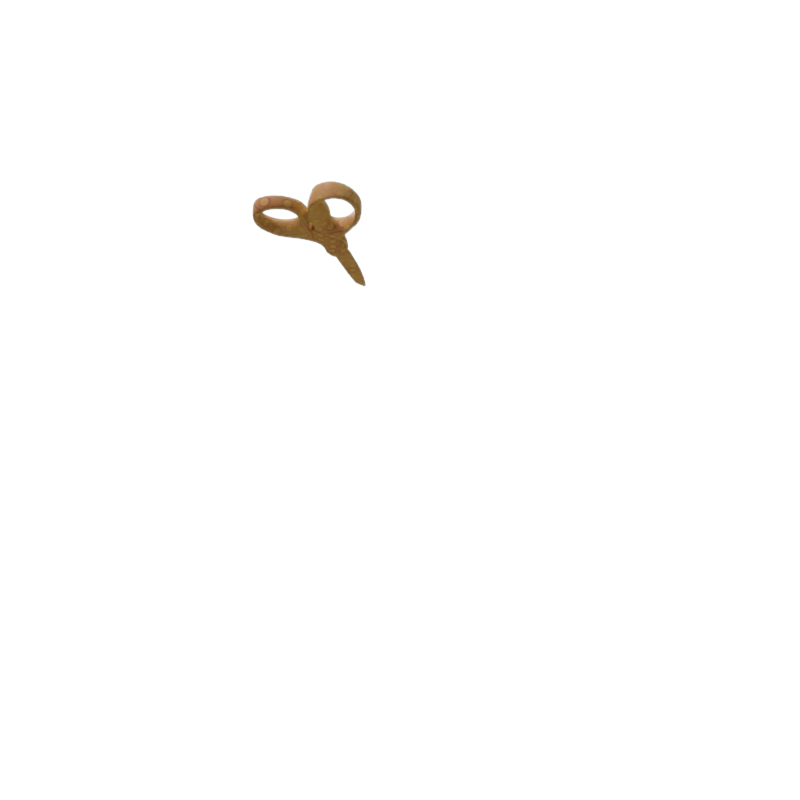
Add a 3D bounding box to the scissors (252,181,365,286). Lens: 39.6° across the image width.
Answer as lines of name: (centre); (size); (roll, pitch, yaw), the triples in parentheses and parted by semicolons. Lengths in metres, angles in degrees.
scissors: (-0.074, -0.134, 0.940); (0.096, 0.016, 0.193); (1, -17, -3)
